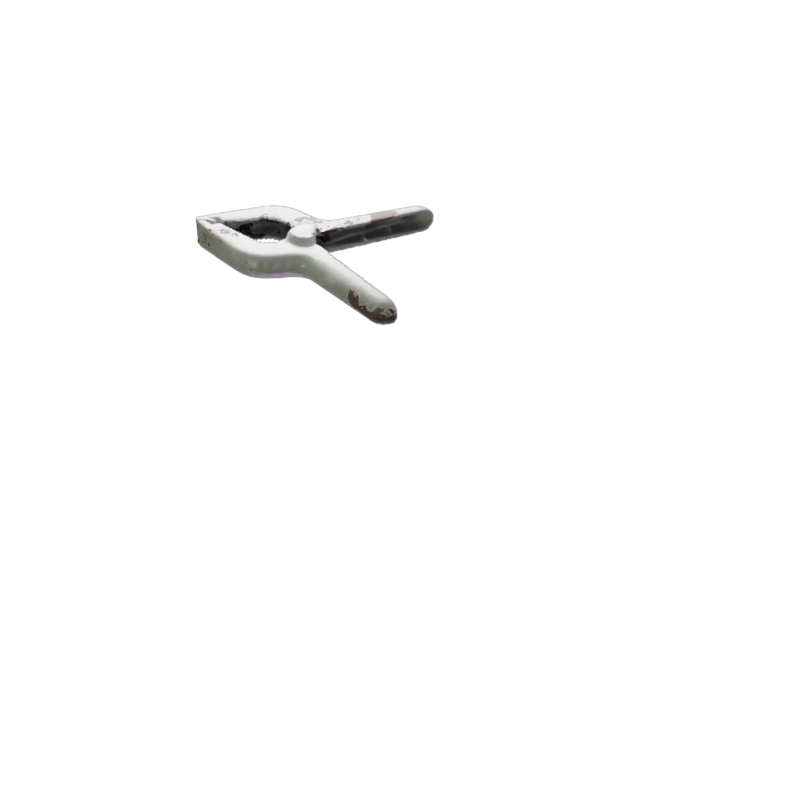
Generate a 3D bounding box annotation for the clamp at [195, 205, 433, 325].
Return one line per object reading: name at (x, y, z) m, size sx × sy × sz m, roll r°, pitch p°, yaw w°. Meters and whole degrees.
clamp at (-0.077, -0.141, 0.985) m, size 0.217 × 0.034 × 0.170 m, roll 14°, pitch 40°, yaw 17°
